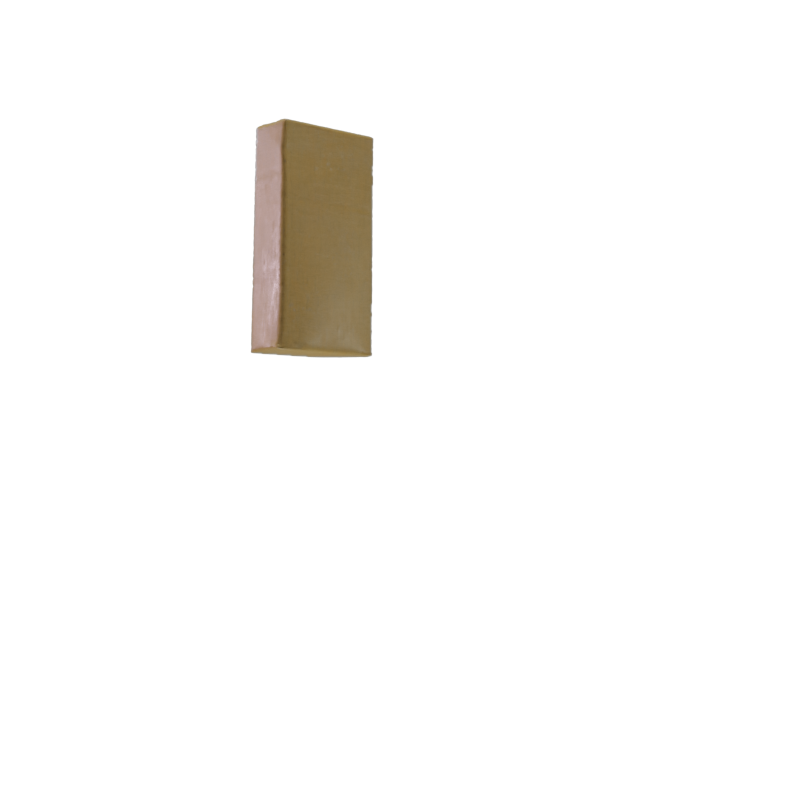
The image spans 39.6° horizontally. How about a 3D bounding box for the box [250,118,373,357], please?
[{"bbox_3d":[-0.068,-0.123,0.862,0.089,0.181,0.049,7,-12,-40],"label":"box"}]
